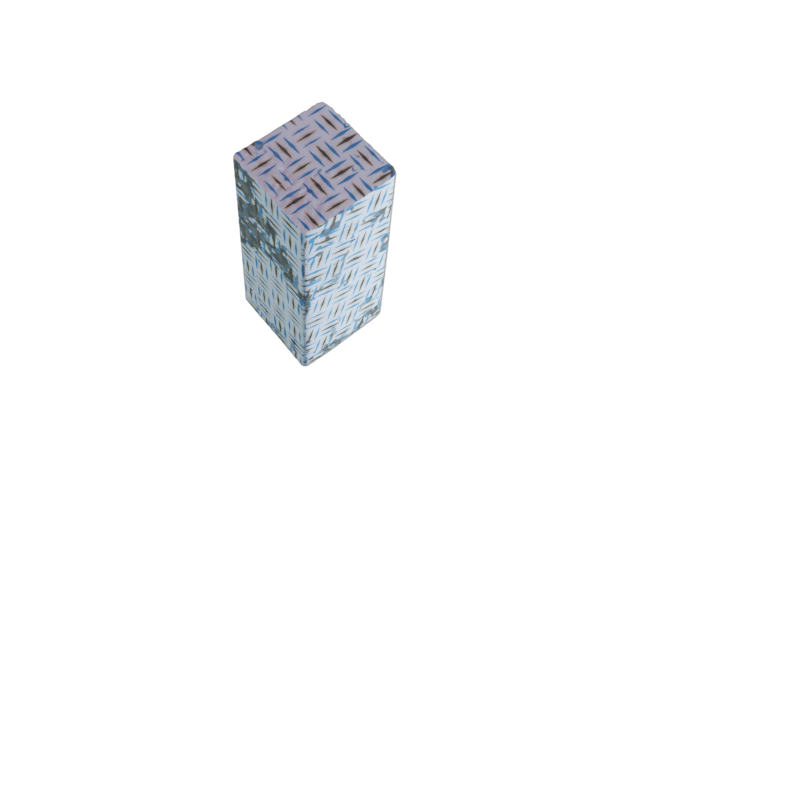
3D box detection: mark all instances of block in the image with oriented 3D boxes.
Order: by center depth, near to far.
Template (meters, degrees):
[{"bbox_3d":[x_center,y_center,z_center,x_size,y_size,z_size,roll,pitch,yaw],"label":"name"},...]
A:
[{"bbox_3d":[-0.069,-0.128,0.894,0.091,0.096,0.194,-35,-21,-20],"label":"block"}]
